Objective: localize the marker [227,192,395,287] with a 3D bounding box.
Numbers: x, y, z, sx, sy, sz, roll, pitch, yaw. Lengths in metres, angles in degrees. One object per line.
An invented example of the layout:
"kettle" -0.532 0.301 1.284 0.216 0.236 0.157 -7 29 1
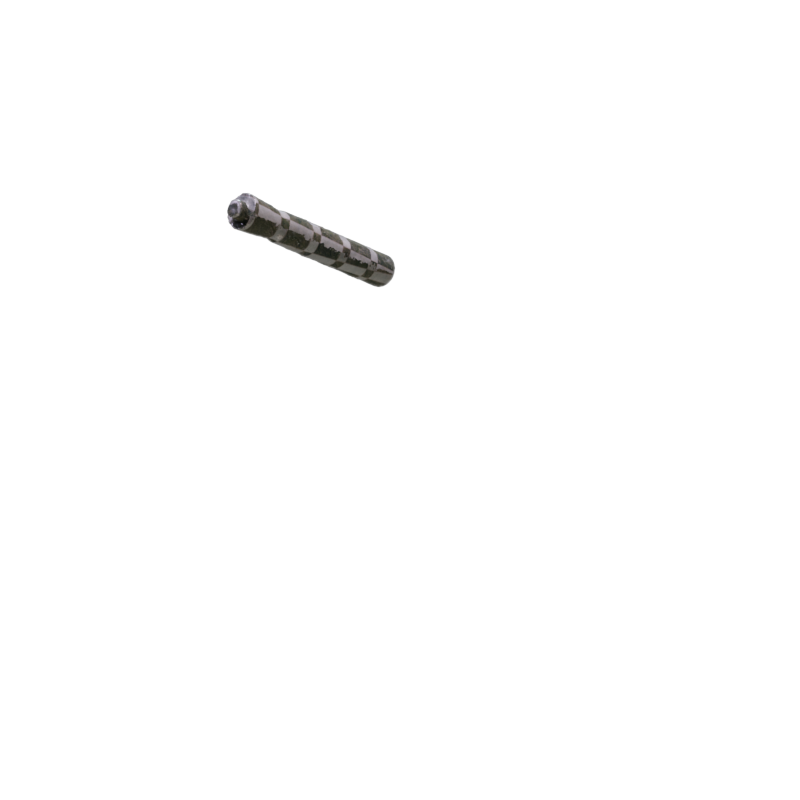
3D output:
"marker" -0.045 -0.082 0.576 0.021 0.020 0.114 3 -8 39
